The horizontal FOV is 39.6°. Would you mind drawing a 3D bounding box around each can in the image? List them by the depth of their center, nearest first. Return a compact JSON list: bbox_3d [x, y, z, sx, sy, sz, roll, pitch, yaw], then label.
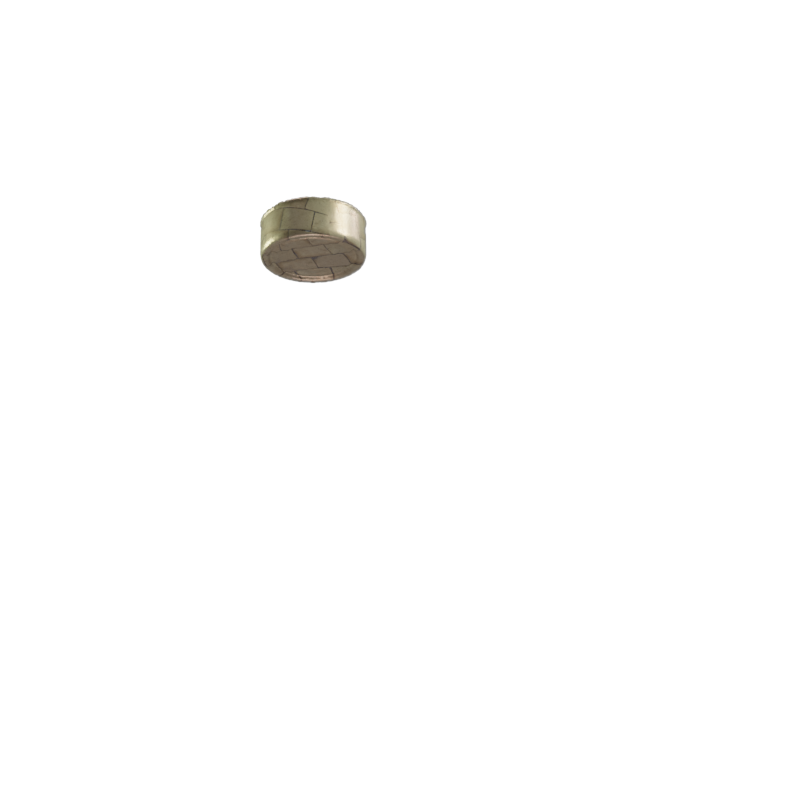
[{"bbox_3d":[-0.069,-0.127,0.888,0.086,0.035,0.081,1,-23,-2],"label":"can"}]
